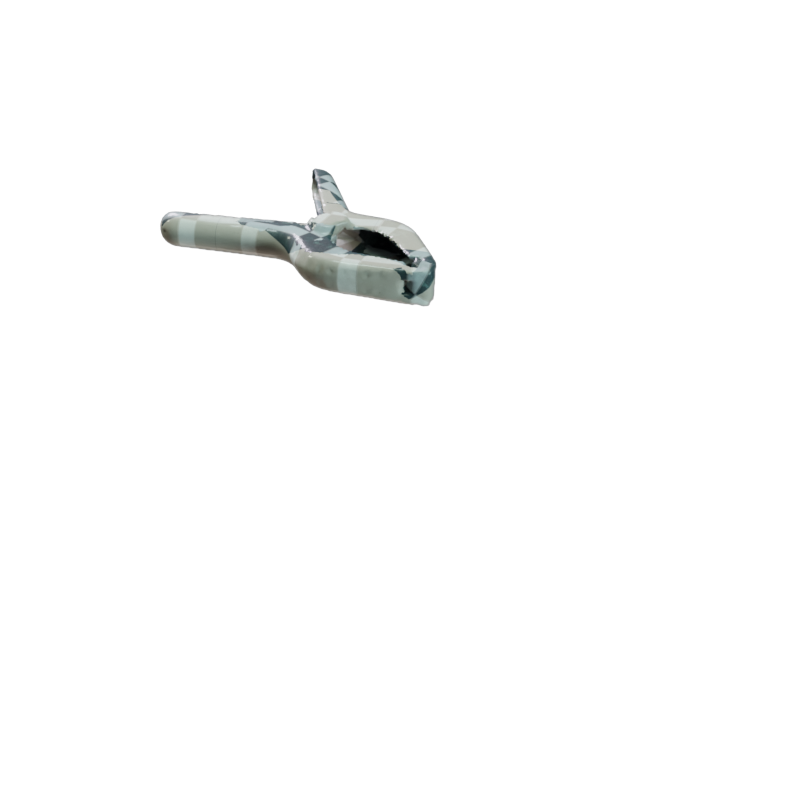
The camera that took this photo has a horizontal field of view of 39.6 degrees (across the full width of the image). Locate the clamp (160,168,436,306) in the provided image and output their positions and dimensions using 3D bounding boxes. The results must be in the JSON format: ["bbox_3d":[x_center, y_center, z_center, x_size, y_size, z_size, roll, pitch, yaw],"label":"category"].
[{"bbox_3d":[-0.063,-0.115,0.805,0.162,0.034,0.225,-21,37,-31],"label":"clamp"}]
